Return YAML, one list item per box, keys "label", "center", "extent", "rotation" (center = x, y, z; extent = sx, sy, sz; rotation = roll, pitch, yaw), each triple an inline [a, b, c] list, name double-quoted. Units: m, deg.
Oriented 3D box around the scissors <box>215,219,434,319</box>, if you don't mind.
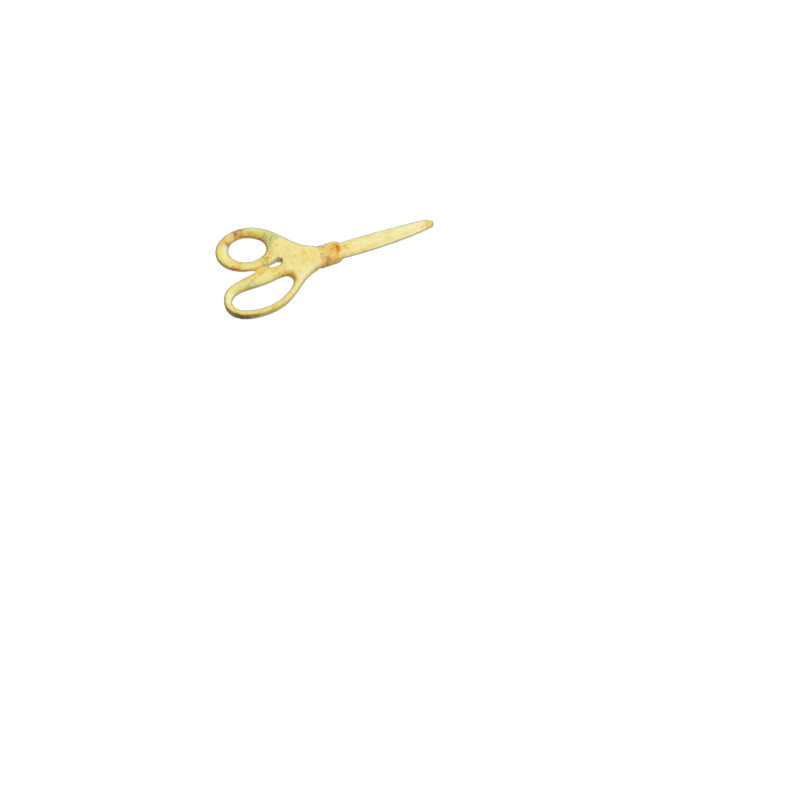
- label: "scissors"
  center: [-0.078, -0.142, 0.996]
  extent: [0.202, 0.102, 0.015]
  rotation: [-33, -24, -17]
